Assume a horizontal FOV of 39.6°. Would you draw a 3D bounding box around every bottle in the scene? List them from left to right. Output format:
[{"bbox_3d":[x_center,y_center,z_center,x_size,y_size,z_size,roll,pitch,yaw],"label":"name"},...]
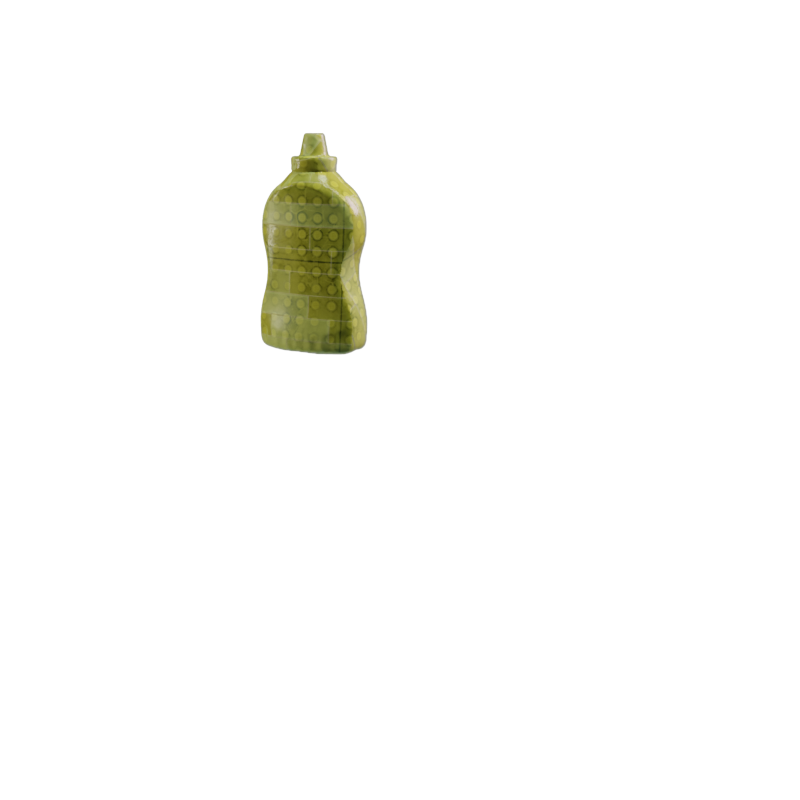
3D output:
[{"bbox_3d":[-0.077,-0.141,0.984,0.100,0.189,0.057,5,8,30],"label":"bottle"}]
